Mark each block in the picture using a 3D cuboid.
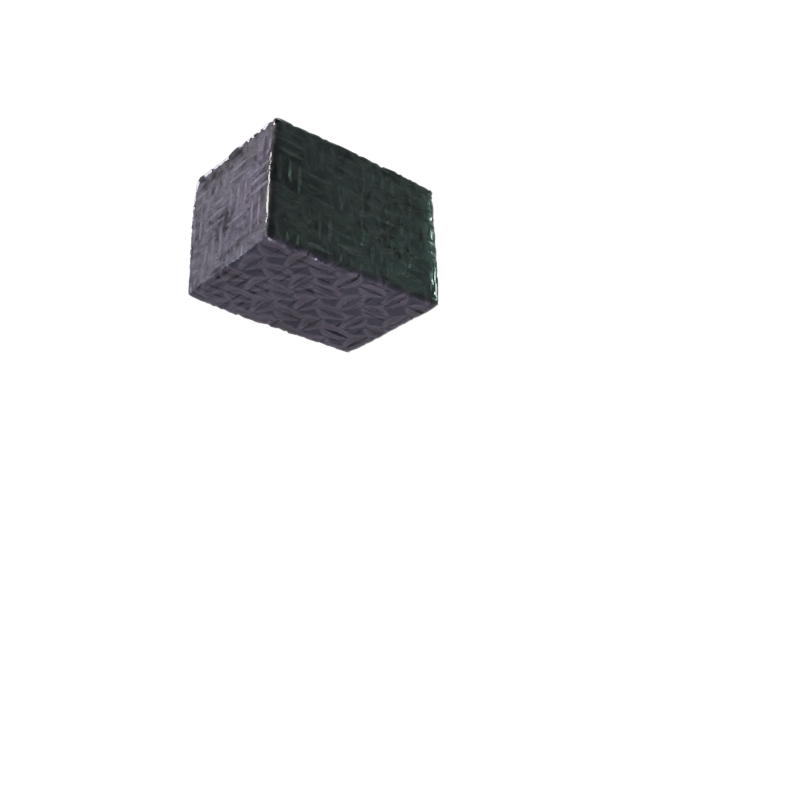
[{"bbox_3d":[-0.032,-0.058,0.409,0.073,0.054,0.053,20,-34,-35],"label":"block"}]
